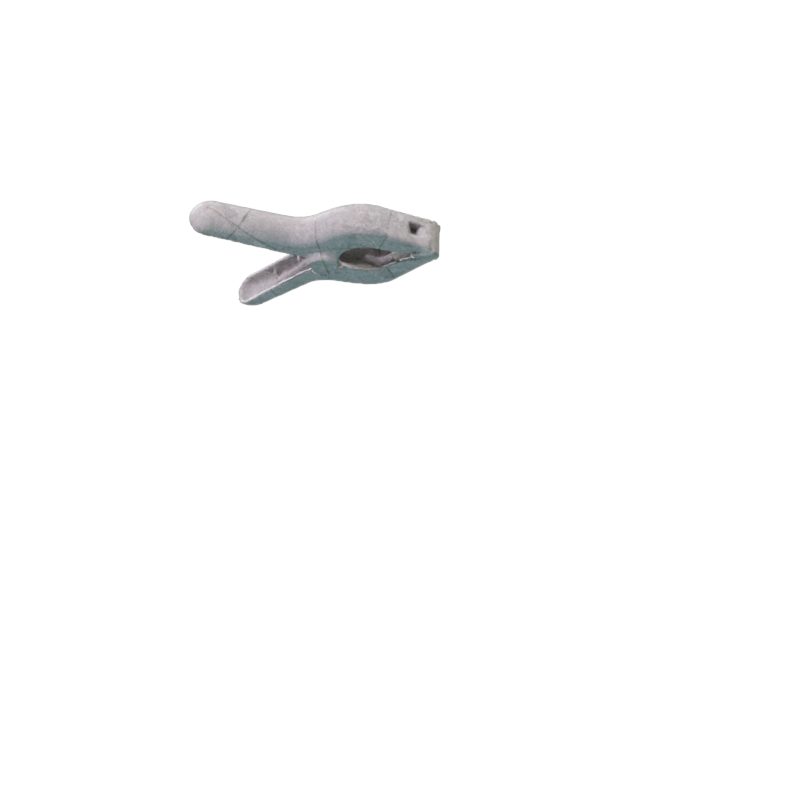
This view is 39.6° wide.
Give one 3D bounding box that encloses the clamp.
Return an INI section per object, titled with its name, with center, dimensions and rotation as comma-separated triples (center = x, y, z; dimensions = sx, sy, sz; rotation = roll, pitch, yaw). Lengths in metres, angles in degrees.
[clamp]
center = -0.061, -0.112, 0.782
dimensions = 0.174, 0.041, 0.112
rotation = -9, -23, 21
